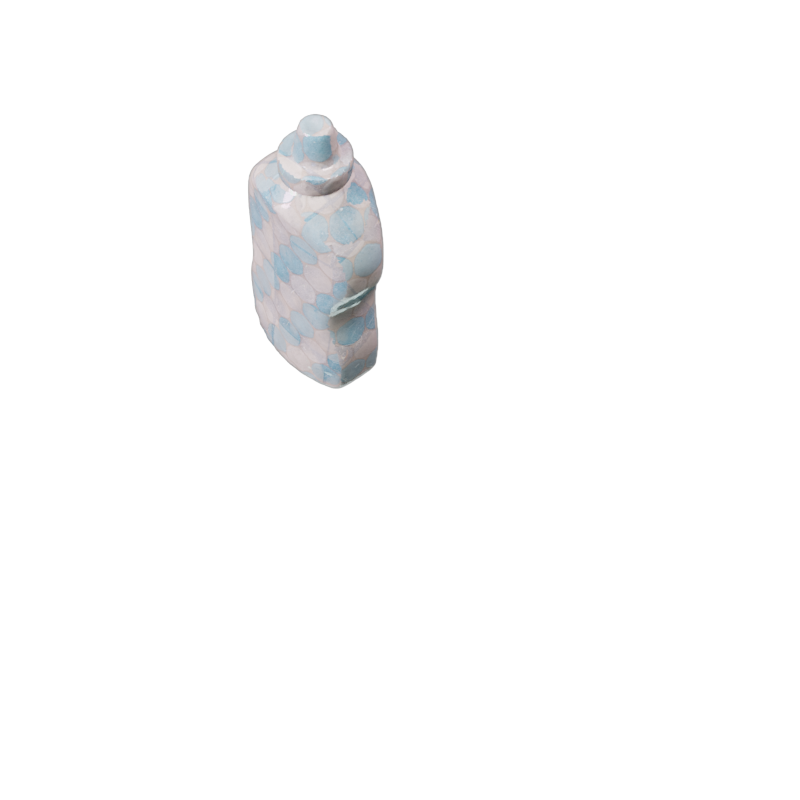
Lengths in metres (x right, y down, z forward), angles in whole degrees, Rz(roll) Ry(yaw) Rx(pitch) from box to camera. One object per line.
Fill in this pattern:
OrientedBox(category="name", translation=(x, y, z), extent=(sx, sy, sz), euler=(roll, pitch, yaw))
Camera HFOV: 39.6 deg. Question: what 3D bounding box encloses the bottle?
OrientedBox(category="bottle", translation=(-0.050, -0.092, 0.642), extent=(0.058, 0.102, 0.179), euler=(-30, -27, -21))
